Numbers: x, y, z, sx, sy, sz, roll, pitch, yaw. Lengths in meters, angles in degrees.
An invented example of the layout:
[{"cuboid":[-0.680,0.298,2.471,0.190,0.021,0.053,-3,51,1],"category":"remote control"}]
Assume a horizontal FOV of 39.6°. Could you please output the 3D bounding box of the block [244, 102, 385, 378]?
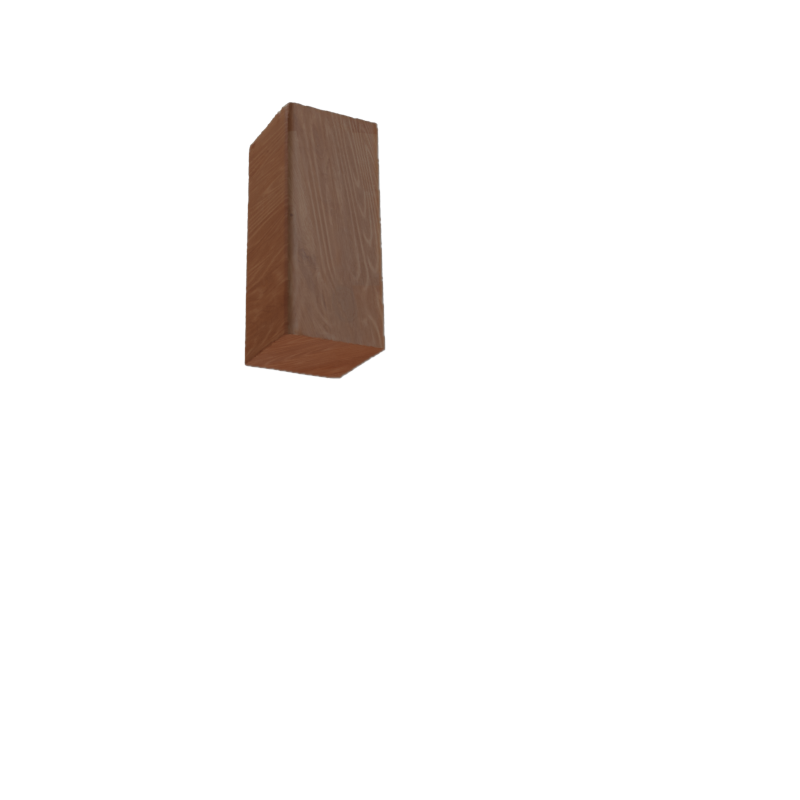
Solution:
[{"cuboid":[-0.074,-0.134,0.936,0.087,0.217,0.089,10,-25,-26],"category":"block"}]
